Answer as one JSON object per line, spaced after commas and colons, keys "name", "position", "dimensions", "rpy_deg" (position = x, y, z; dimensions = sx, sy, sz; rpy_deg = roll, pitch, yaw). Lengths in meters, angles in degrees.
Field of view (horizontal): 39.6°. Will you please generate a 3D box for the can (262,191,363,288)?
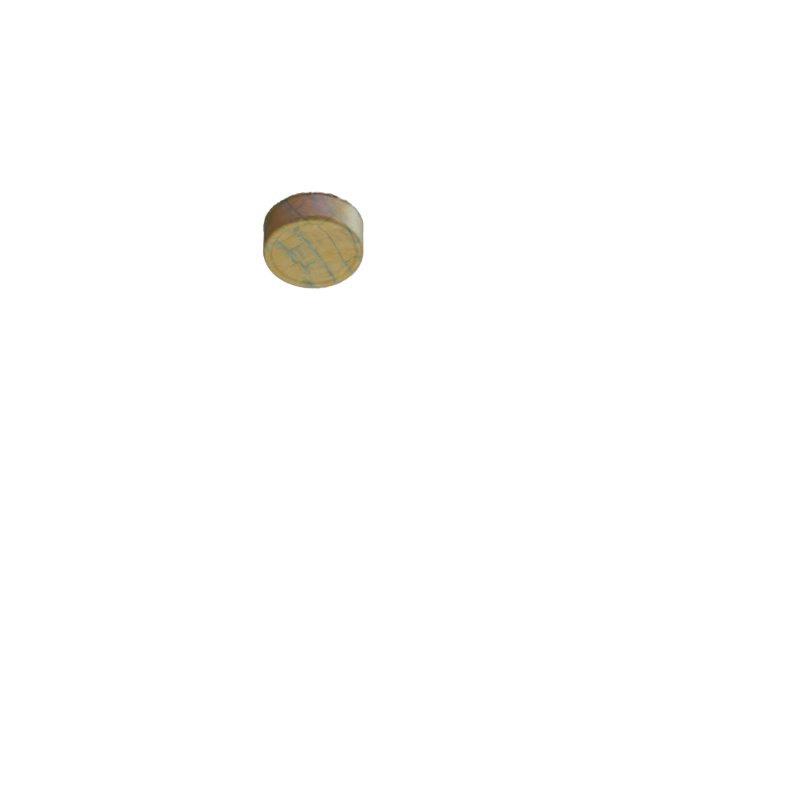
{"name": "can", "position": [-0.073, -0.133, 0.934], "dimensions": [0.086, 0.036, 0.080], "rpy_deg": [1, -40, -1]}
